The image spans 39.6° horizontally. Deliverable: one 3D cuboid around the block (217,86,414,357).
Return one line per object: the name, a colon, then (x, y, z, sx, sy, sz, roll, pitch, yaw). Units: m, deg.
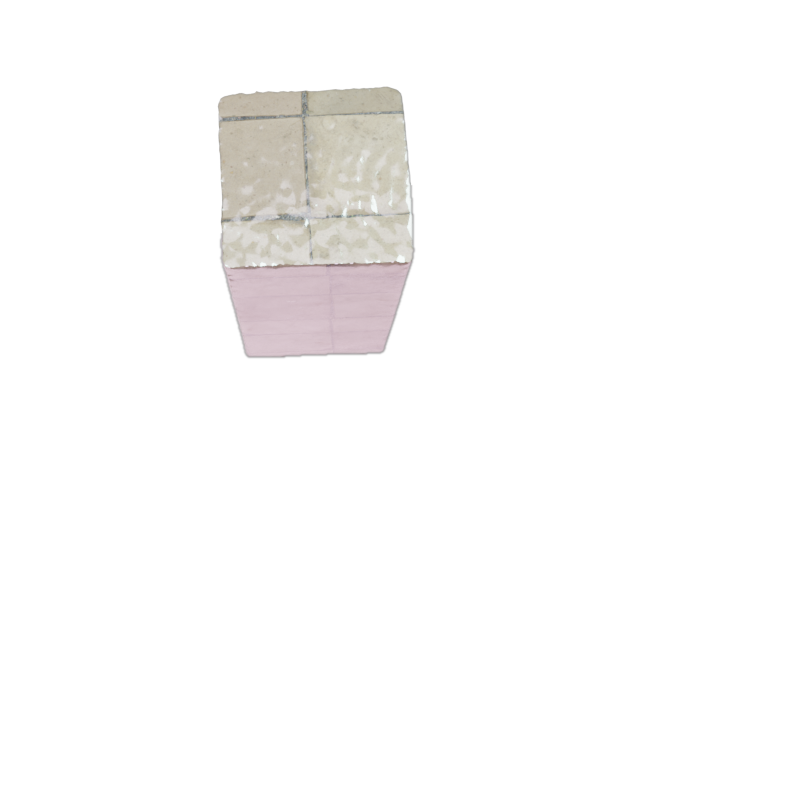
block: (-0.048, -0.089, 0.617, 0.090, 0.093, 0.200, -3, -11, -4)
